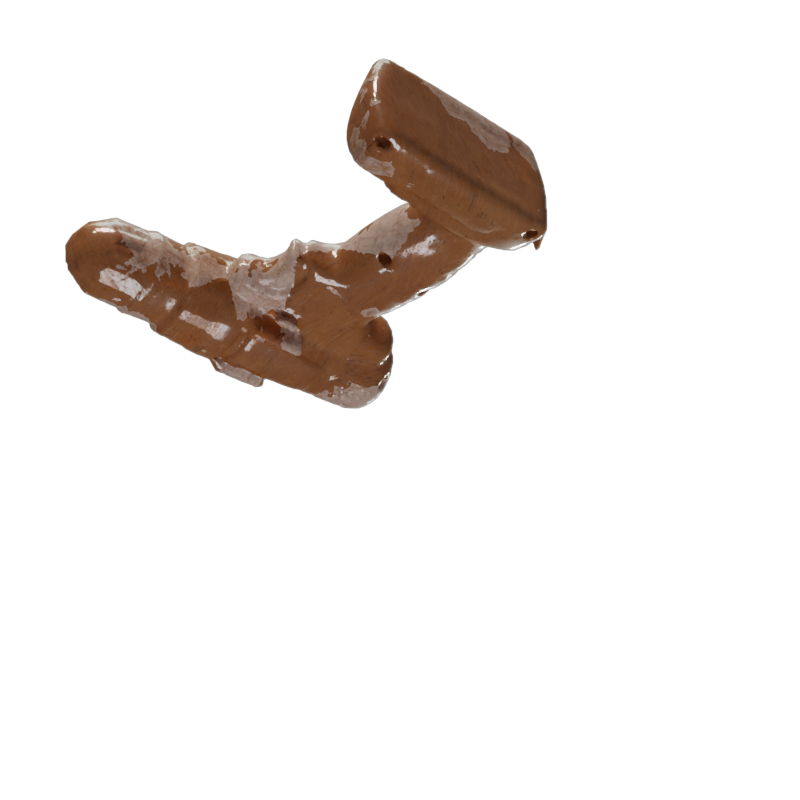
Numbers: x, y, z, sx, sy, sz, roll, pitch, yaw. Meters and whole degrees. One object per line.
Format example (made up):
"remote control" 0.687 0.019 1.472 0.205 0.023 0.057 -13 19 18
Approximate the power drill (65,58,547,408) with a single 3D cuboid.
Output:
"power drill" -0.041 -0.075 0.522 0.174 0.061 0.185 24 -41 -31
